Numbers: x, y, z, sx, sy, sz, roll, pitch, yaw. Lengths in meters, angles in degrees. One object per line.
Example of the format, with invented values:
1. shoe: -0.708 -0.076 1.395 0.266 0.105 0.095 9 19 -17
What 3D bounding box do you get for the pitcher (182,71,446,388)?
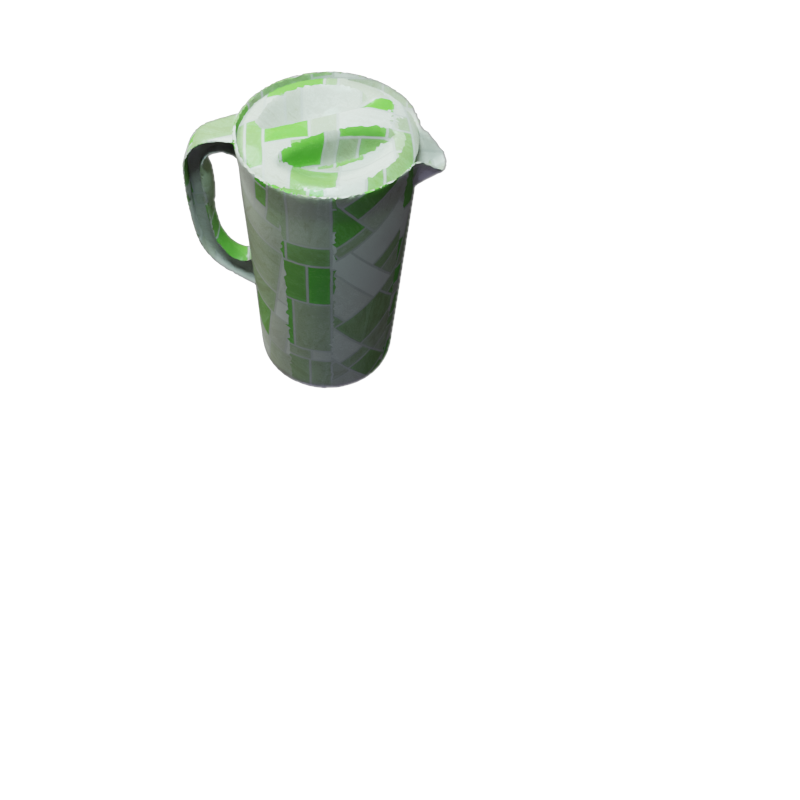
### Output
1. pitcher: -0.067 -0.122 0.852 0.145 0.226 0.160 -31 59 -25
